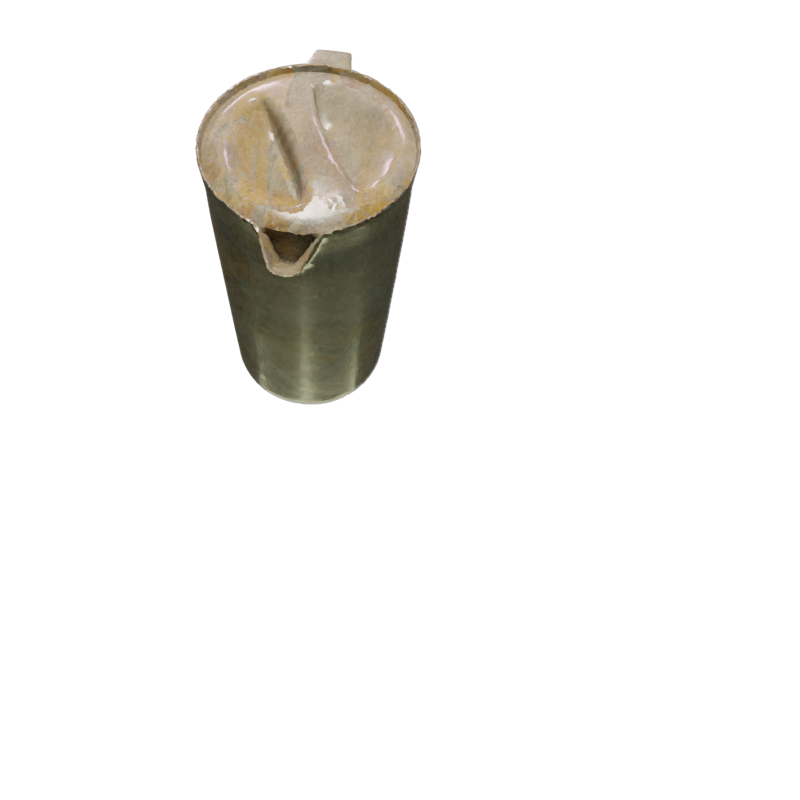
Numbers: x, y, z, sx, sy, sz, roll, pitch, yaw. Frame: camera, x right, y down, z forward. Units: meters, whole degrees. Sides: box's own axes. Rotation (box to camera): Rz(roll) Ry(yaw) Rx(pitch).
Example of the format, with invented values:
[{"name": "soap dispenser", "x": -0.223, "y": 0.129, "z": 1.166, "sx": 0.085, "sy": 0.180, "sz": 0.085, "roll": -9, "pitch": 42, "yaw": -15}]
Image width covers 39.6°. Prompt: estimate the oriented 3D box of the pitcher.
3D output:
[{"name": "pitcher", "x": -0.059, "y": -0.107, "z": 0.753, "sx": 0.149, "sy": 0.154, "sz": 0.228, "roll": -33, "pitch": -24, "yaw": -20}]
